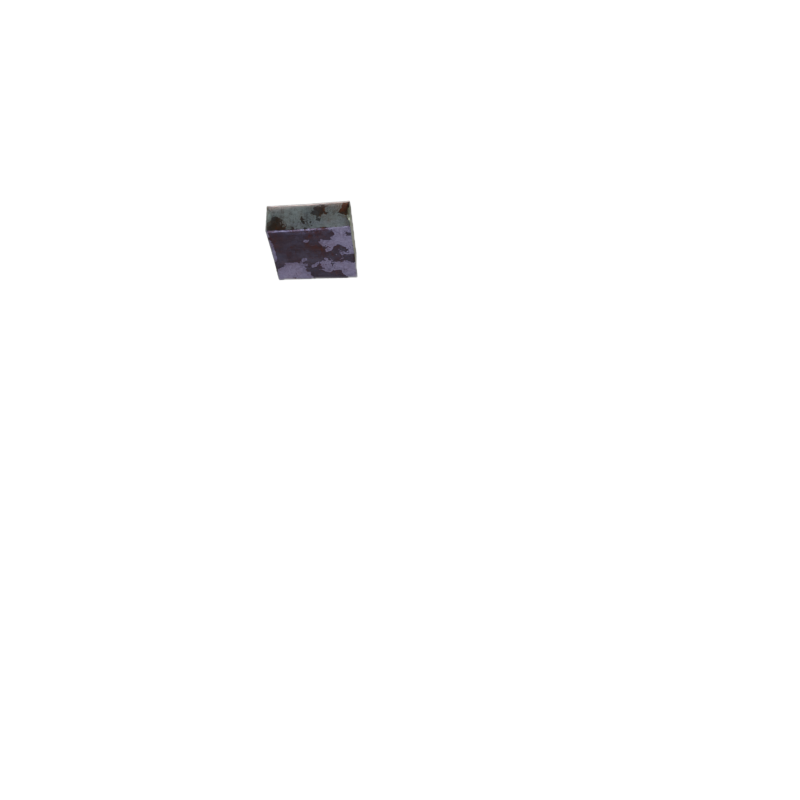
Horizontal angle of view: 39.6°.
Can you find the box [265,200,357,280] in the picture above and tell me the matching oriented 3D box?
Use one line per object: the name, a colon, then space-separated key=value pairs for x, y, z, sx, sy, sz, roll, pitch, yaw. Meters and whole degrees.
box: x=-0.077 y=-0.140 z=0.980 sx=0.073 sy=0.032 sz=0.084 roll=-2 pitch=-26 yaw=4
